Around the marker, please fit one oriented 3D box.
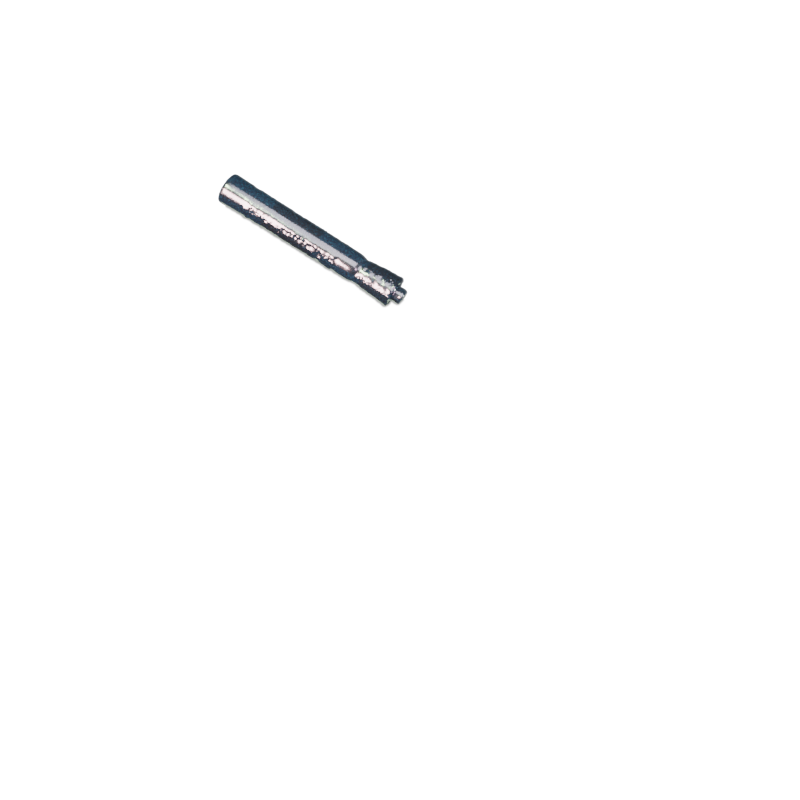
[{"bbox_3d":[-0.049,-0.090,0.630,0.124,0.019,0.019,33,10,12],"label":"marker"}]
